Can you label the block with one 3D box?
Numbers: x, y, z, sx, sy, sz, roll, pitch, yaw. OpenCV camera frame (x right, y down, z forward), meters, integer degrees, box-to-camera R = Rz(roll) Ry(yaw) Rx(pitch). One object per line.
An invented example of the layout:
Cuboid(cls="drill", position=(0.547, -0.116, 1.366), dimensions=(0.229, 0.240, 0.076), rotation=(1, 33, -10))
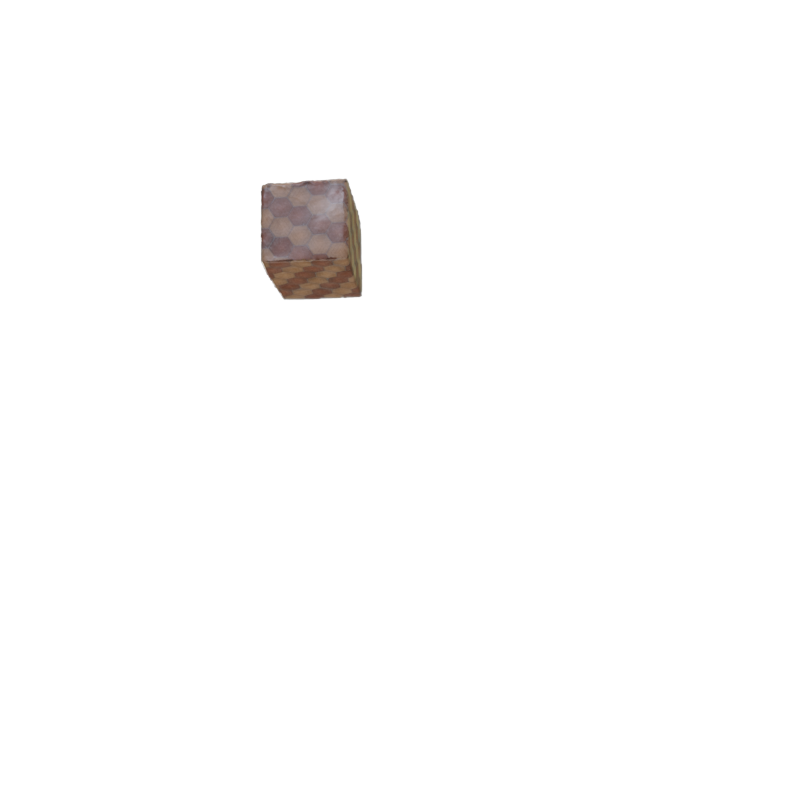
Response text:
Cuboid(cls="block", position=(-0.053, -0.097, 0.678), dimensions=(0.053, 0.053, 0.074), rotation=(-2, -14, 5))
